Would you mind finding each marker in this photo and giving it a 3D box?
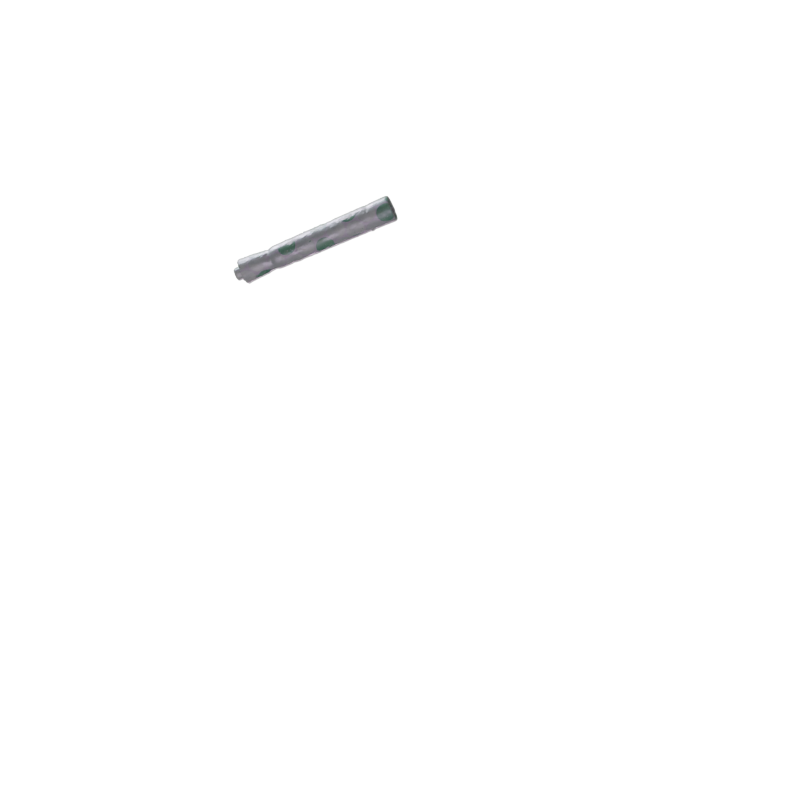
[{"bbox_3d":[-0.061,-0.111,0.775,0.121,0.020,0.020,-22,0,11],"label":"marker"}]
